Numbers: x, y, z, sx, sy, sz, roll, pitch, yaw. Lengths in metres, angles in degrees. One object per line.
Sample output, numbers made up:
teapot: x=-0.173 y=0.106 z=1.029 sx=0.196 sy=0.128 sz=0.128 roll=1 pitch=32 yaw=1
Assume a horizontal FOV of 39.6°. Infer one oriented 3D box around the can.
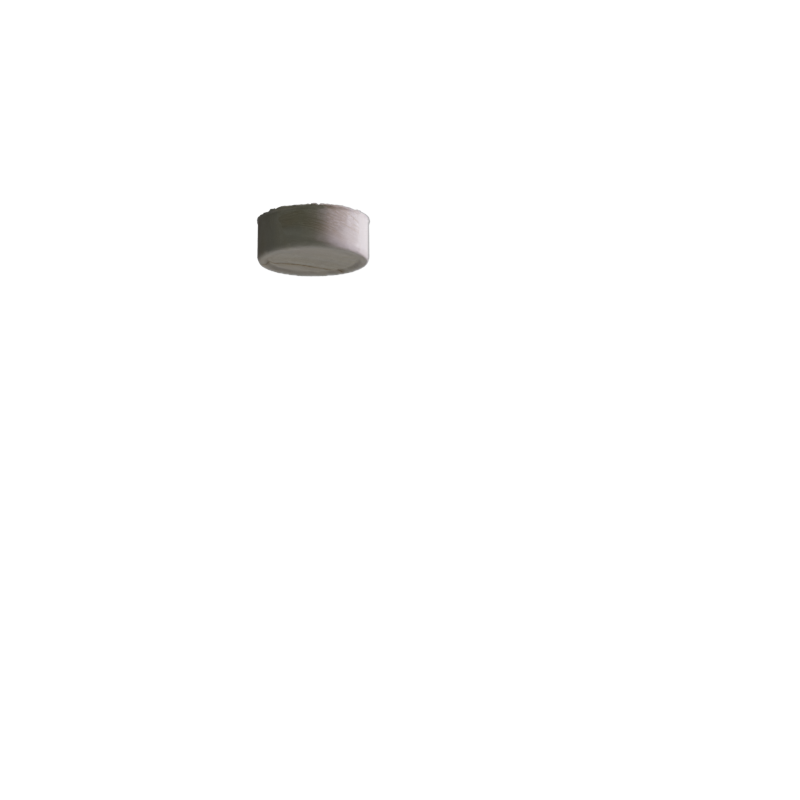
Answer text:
can: x=-0.065 y=-0.119 z=0.836 sx=0.086 sy=0.035 sz=0.083 roll=0 pitch=-10 yaw=-2
